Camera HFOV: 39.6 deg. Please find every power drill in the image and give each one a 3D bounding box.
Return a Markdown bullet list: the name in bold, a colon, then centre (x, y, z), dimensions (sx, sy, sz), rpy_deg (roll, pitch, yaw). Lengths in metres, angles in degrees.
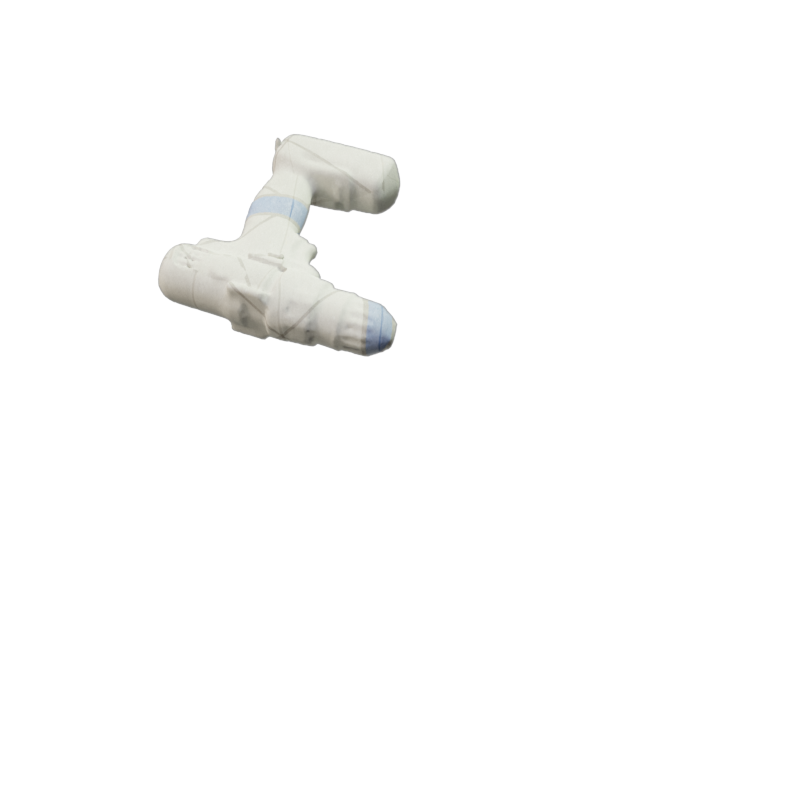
- **power drill**: centre (-0.066, -0.121, 0.849), dimensions (0.190, 0.053, 0.195), rpy_deg (17, 48, 15)
